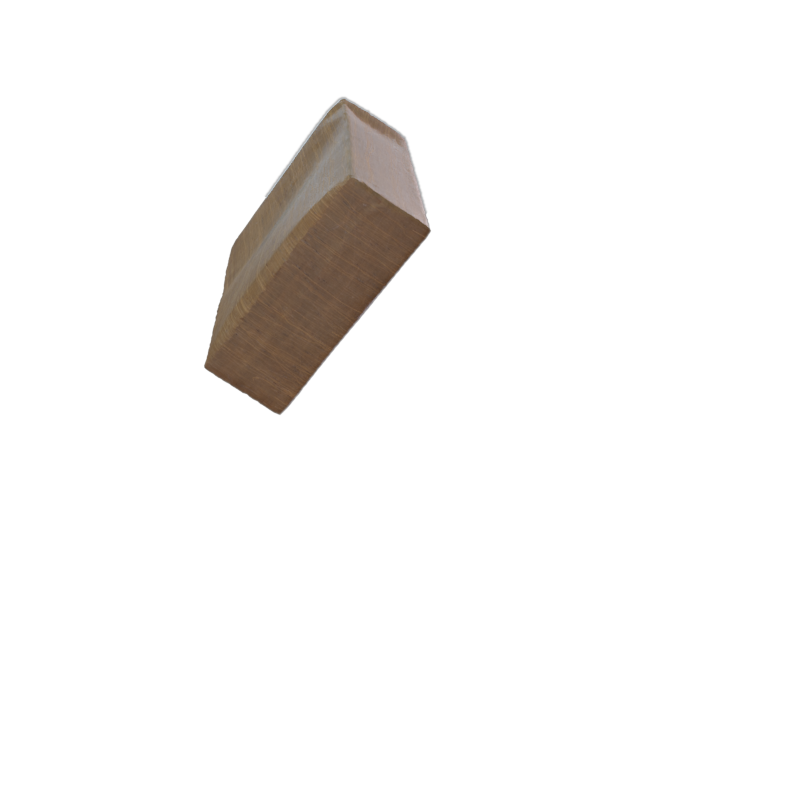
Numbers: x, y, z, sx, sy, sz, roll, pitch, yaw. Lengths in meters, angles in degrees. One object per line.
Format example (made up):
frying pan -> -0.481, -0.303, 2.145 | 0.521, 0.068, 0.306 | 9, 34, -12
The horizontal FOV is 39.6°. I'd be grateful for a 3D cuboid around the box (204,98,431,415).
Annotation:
box -> -0.062, -0.114, 0.796 | 0.069, 0.161, 0.226 | 34, 20, -19
